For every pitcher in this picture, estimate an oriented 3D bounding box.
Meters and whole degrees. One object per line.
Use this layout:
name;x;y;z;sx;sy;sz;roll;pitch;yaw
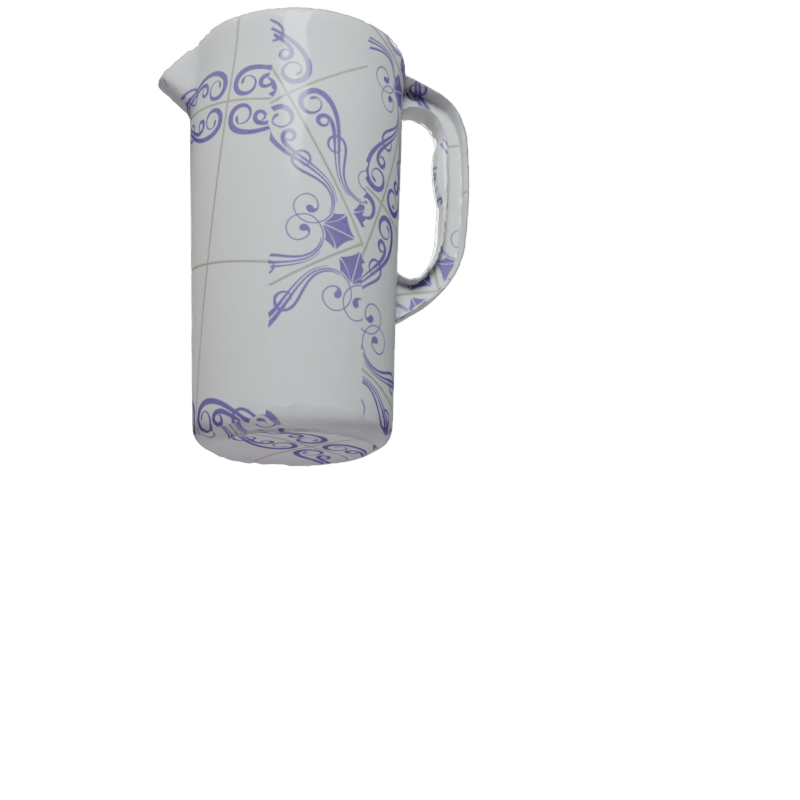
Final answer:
pitcher;-0.050;-0.091;0.640;0.152;0.255;0.135;-12;-23;27
